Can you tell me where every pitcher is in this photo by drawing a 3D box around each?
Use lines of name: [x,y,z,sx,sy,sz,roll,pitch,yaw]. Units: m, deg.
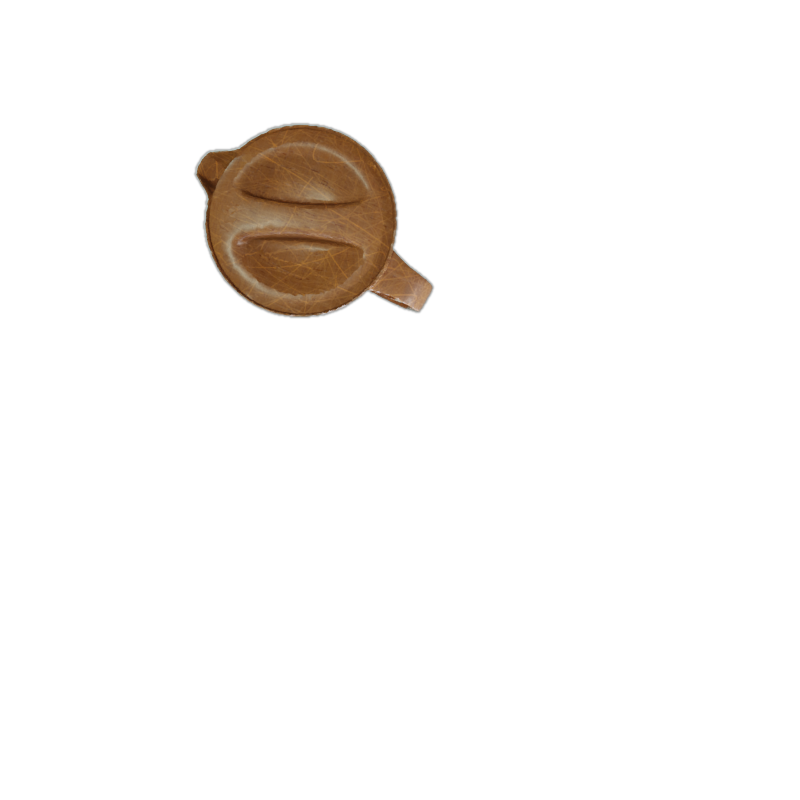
pitcher: [-0.068,-0.124,0.872,0.145,0.150,0.243,-16,2,-3]
